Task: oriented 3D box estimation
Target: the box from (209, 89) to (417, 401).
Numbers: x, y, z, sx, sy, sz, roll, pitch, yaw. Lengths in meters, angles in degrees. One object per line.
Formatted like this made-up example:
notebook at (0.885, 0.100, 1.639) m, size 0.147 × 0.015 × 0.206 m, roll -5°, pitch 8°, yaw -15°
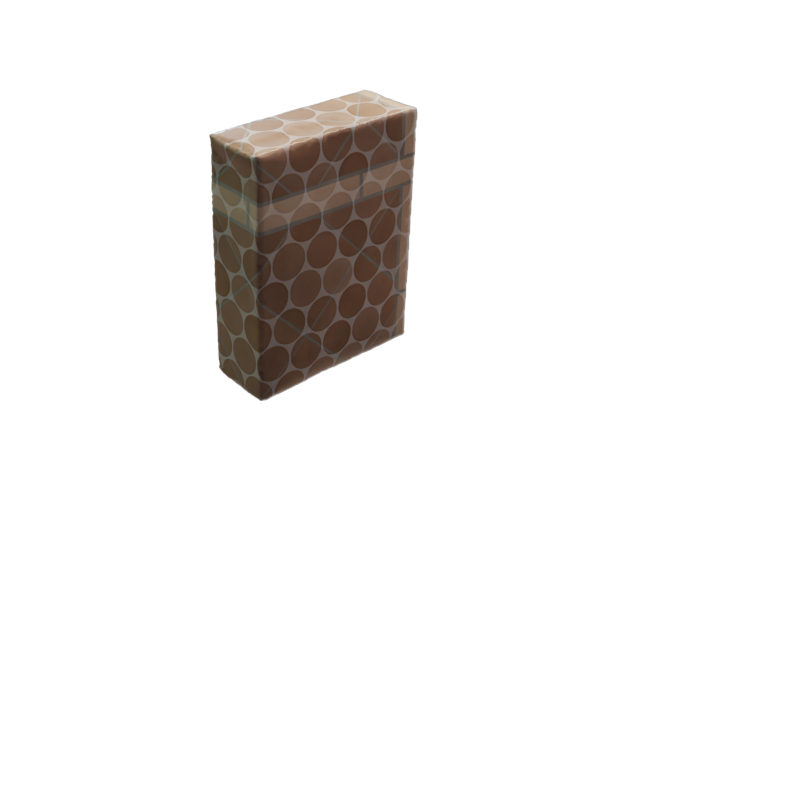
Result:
box at (-0.071, -0.129, 0.902) m, size 0.163 × 0.201 × 0.077 m, roll -25°, pitch 39°, yaw -37°
